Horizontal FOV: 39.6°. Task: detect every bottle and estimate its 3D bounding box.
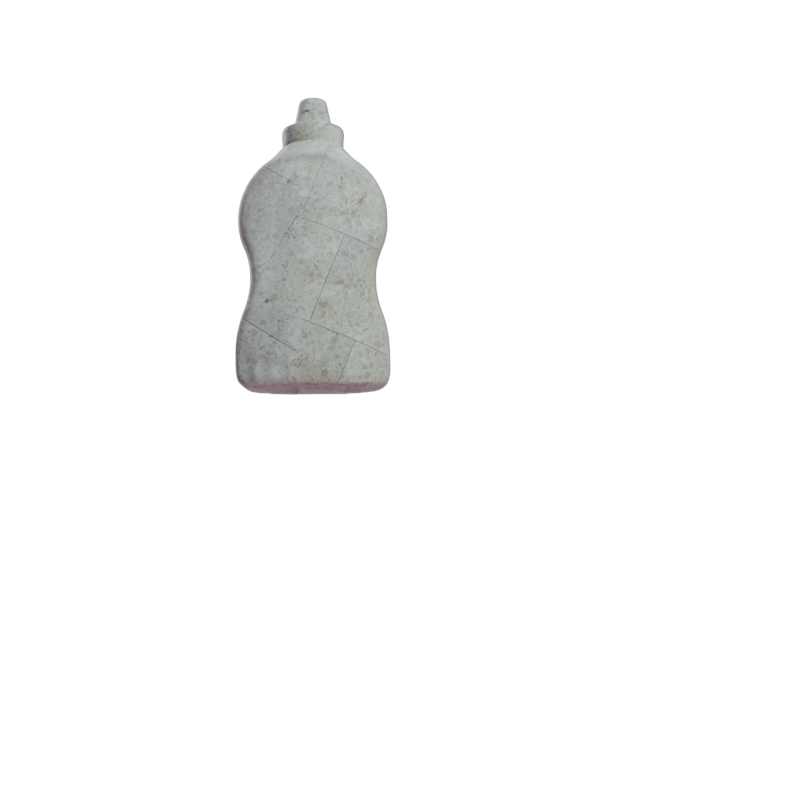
[{"bbox_3d":[-0.056,-0.102,0.714,0.097,0.198,0.056,-2,-14,6],"label":"bottle"}]
